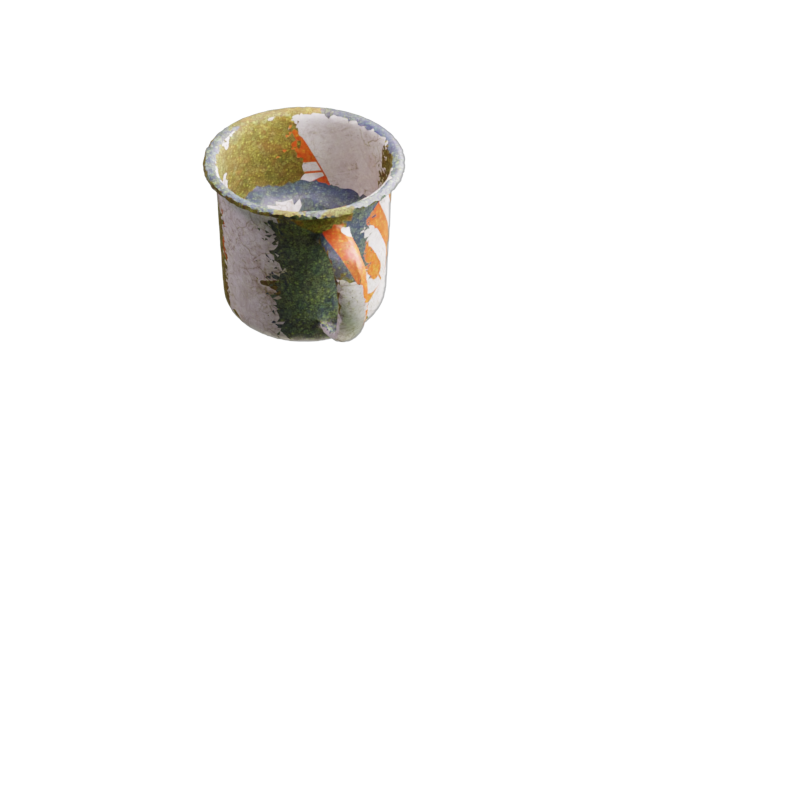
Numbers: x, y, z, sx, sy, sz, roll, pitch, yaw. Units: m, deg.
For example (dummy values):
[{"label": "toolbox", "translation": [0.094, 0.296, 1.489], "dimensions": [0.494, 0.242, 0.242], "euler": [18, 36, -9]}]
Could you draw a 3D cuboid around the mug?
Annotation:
[{"label": "mug", "translation": [-0.041, -0.075, 0.524], "dimensions": [0.092, 0.076, 0.127], "euler": [-15, 44, -18]}]
